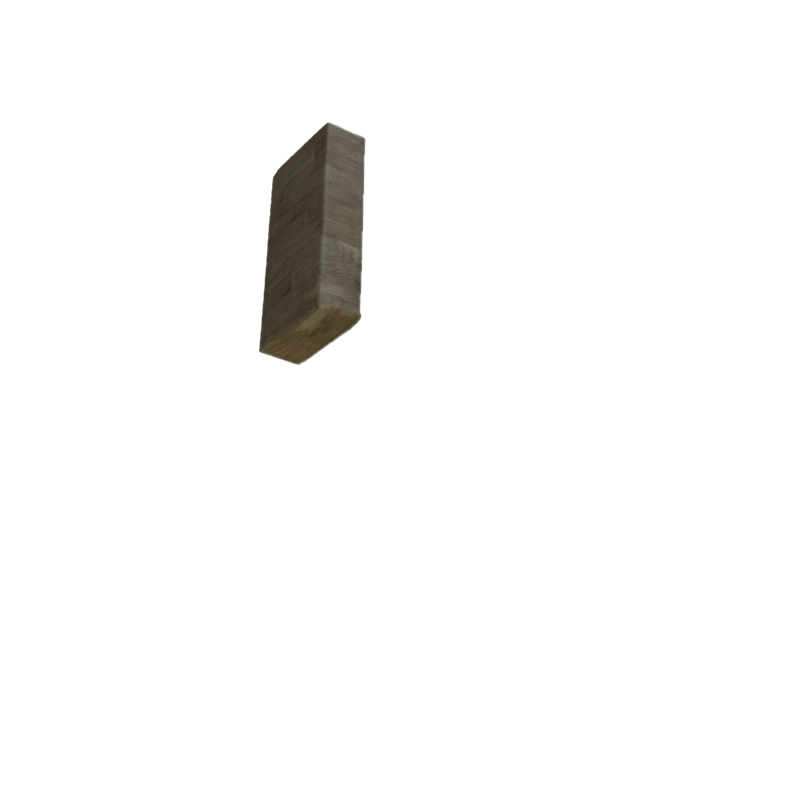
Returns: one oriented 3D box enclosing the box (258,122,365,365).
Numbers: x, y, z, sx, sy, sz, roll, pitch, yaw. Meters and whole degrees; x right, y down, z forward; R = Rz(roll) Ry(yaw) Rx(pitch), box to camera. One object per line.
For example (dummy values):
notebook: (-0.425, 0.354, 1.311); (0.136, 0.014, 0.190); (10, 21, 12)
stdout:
box: (-0.071, -0.128, 0.896); (0.046, 0.188, 0.092); (18, -36, -31)
